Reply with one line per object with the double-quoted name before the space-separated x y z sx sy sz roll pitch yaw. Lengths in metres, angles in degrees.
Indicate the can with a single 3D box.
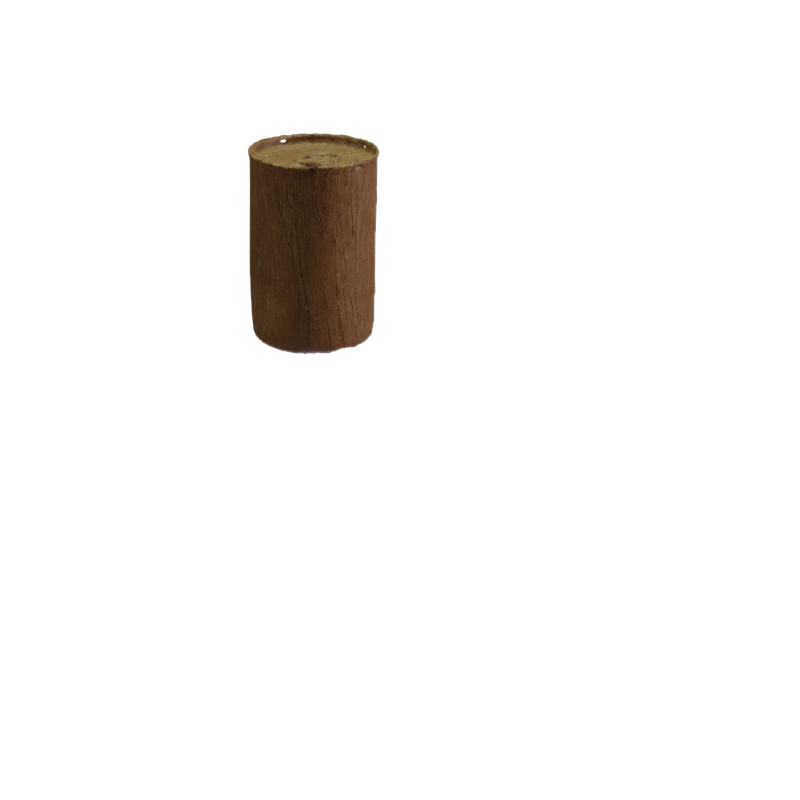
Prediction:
"can" -0.046 -0.084 0.587 0.068 0.098 0.072 0 22 -2
